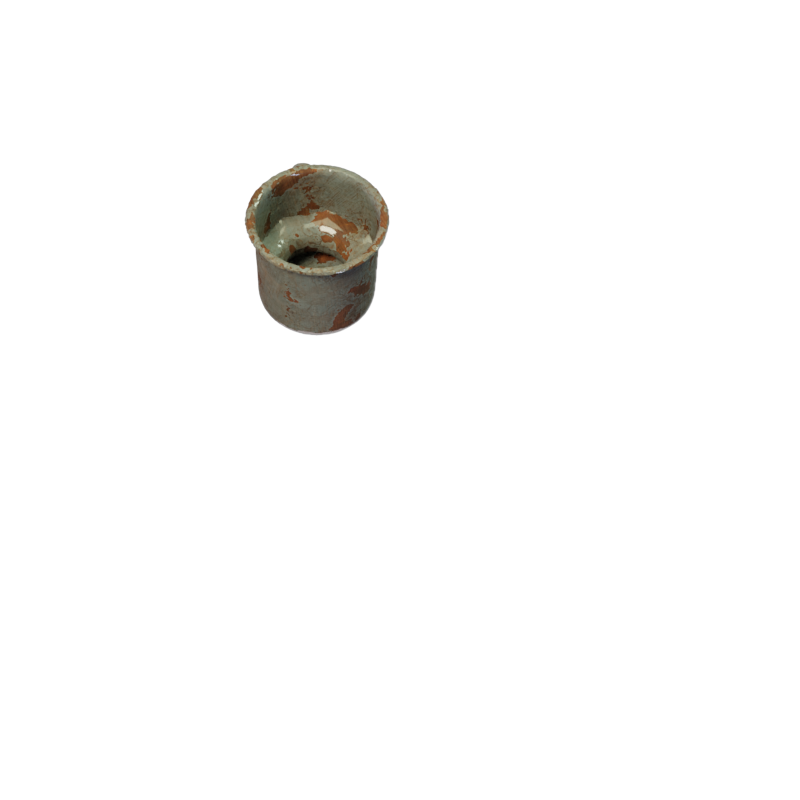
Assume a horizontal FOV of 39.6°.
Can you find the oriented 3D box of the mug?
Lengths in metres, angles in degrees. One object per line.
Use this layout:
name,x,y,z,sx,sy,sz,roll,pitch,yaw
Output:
mug,-0.059,-0.107,0.752,0.092,0.126,0.076,-10,-34,-9
